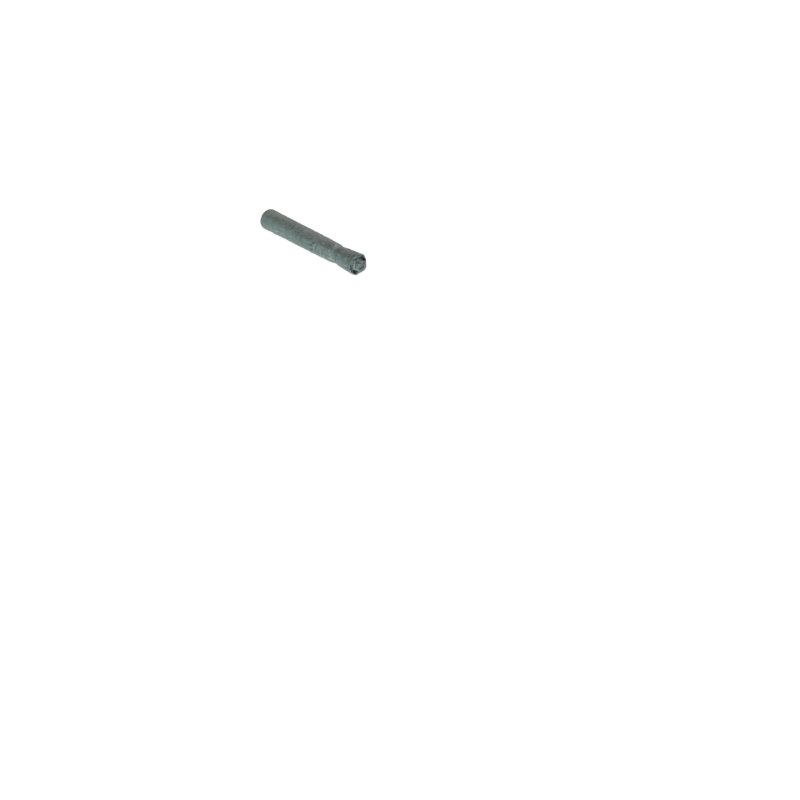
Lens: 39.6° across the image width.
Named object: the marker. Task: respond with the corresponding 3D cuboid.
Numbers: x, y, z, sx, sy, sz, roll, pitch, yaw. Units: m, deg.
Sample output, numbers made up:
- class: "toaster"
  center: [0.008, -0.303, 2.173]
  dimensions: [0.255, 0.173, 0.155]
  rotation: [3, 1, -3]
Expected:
- class: "marker"
  center: [-0.074, -0.134, 0.940]
  dimensions: [0.019, 0.019, 0.129]
  rotation: [-4, 27, -46]
